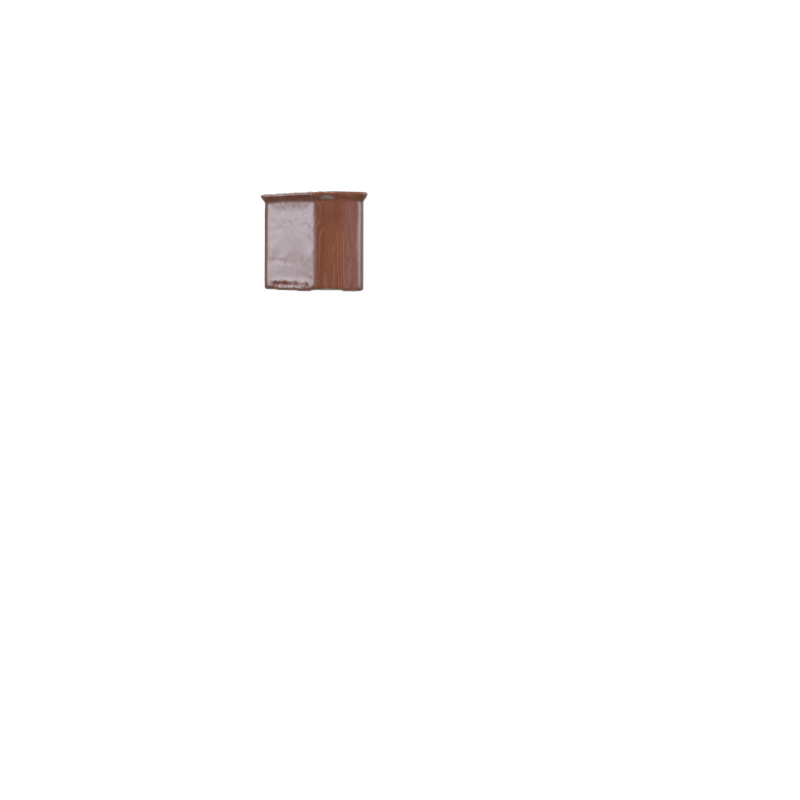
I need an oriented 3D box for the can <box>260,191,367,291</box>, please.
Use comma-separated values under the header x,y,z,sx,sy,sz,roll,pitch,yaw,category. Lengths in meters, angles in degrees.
x,y,z,sx,sy,sz,roll,pitch,yaw,category
-0.075,-0.137,0.961,0.055,0.083,0.106,-2,5,-41,can
